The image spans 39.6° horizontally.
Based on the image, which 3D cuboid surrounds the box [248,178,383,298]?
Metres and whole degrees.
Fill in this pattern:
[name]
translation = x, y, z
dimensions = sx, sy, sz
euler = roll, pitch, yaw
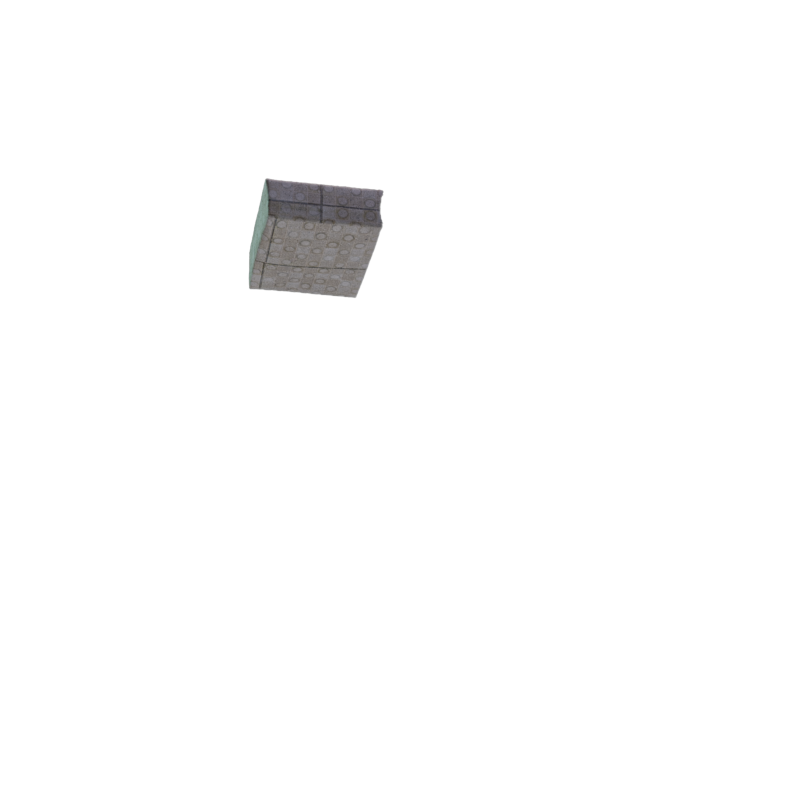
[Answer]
[box]
translation = -0.067, -0.122, 0.856
dimensions = 0.088, 0.041, 0.109
euler = 5, -24, -11
